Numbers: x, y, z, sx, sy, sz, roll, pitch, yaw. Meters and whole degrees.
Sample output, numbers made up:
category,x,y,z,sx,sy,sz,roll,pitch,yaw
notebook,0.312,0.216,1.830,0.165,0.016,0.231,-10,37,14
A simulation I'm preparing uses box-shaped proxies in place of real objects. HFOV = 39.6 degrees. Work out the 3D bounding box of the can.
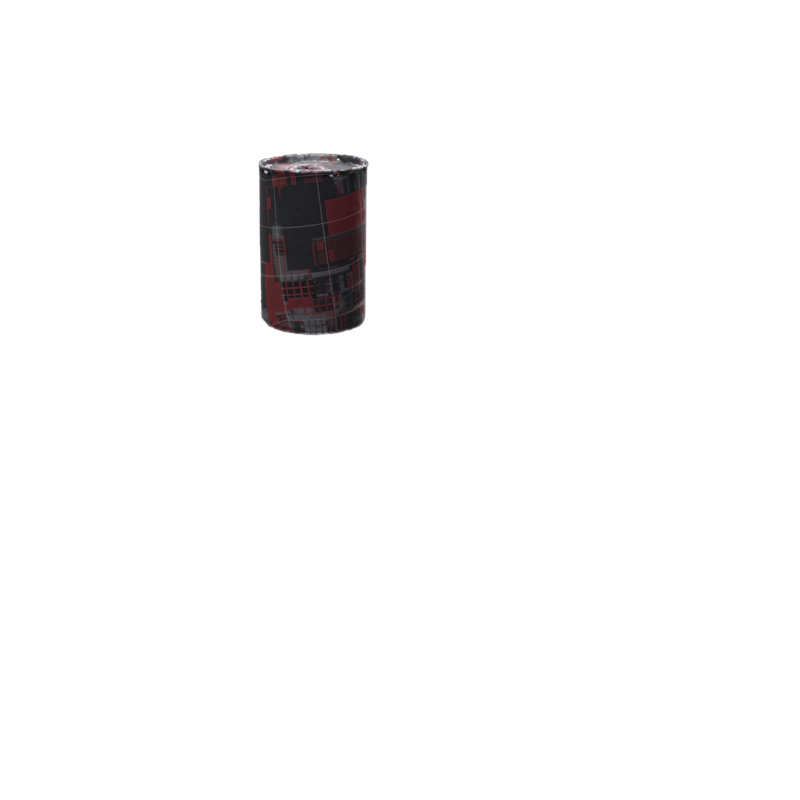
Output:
category,x,y,z,sx,sy,sz,roll,pitch,yaw
can,-0.054,-0.099,0.694,0.068,0.099,0.071,0,16,-2
